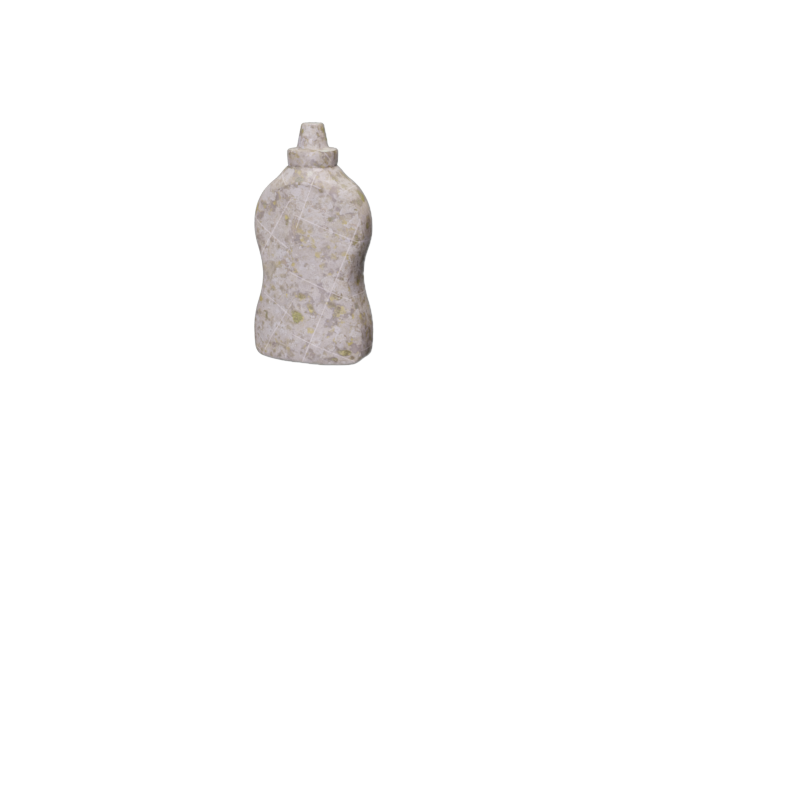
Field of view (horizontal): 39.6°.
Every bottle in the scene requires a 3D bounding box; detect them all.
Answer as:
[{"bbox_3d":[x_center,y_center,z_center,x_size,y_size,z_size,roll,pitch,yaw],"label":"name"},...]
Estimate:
[{"bbox_3d":[-0.070,-0.128,0.895,0.099,0.187,0.058,5,12,23],"label":"bottle"}]
